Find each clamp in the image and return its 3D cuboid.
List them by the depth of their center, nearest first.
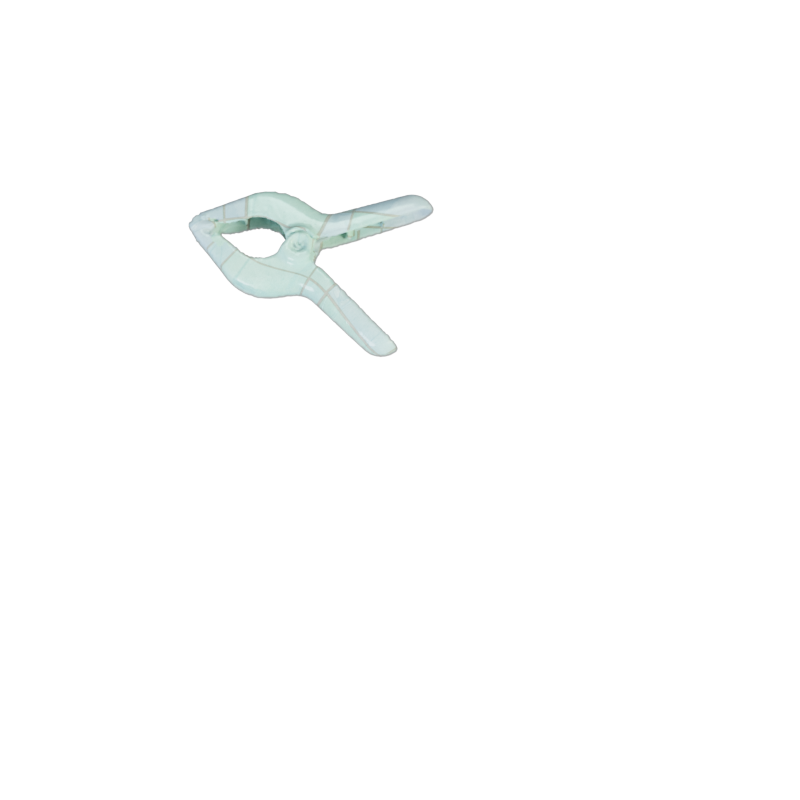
[{"bbox_3d":[-0.062,-0.113,0.790,0.175,0.124,0.037,22,-23,10],"label":"clamp"}]
